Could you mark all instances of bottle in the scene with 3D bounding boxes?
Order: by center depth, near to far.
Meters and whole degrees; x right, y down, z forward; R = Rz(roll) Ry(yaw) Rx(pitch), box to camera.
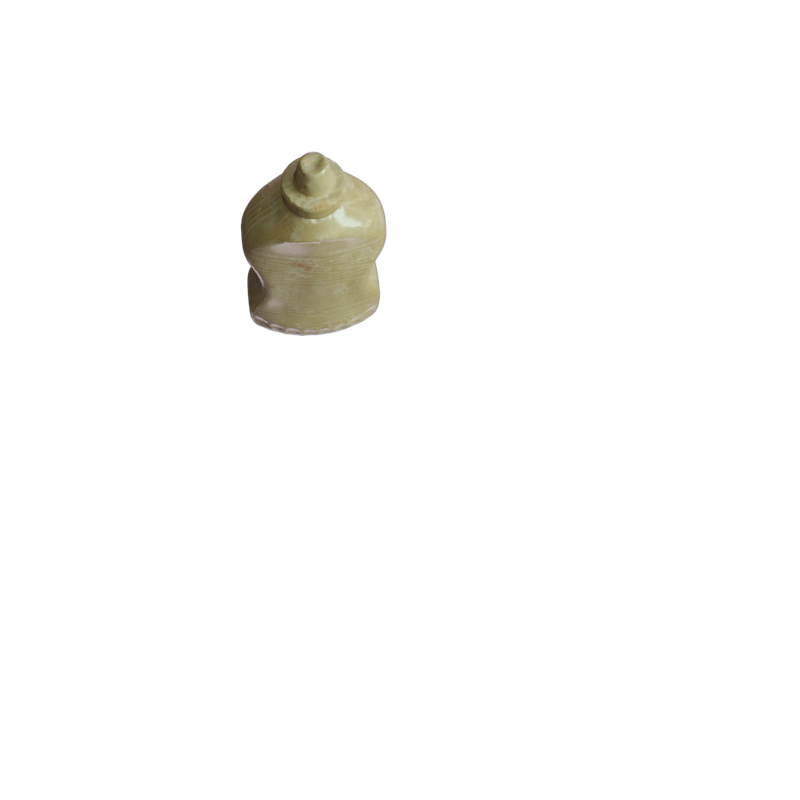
[{"bbox_3d":[-0.059,-0.107,0.747,0.096,0.062,0.182,-3,-22,-5],"label":"bottle"}]
